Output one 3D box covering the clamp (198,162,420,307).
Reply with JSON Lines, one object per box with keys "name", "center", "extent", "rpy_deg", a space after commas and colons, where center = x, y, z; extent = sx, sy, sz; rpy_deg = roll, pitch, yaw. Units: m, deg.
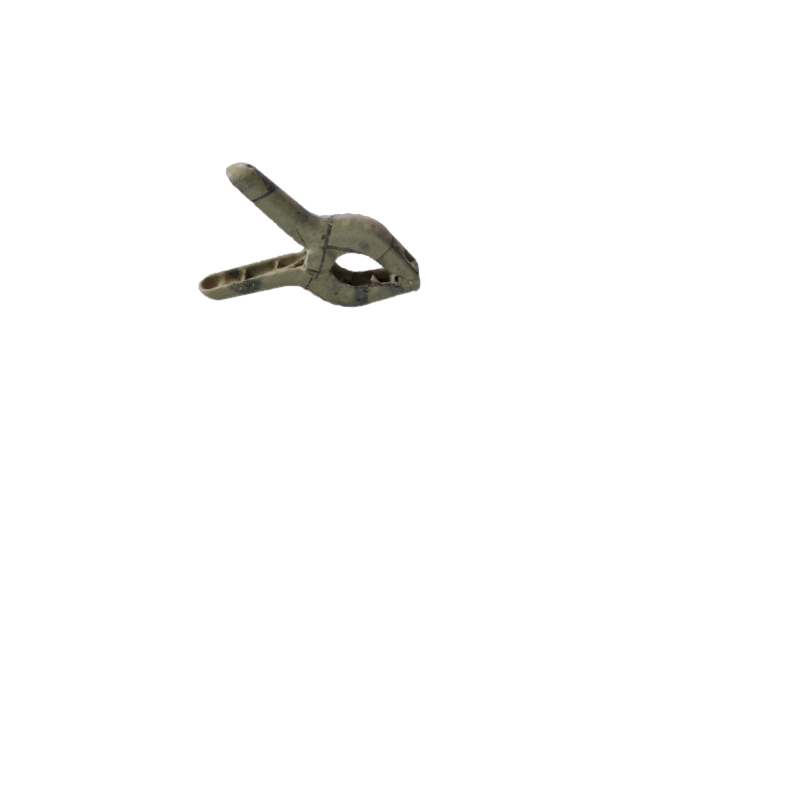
{"name": "clamp", "center": [-0.066, -0.121, 0.845], "extent": [0.170, 0.113, 0.042], "rpy_deg": [4, 42, -4]}
